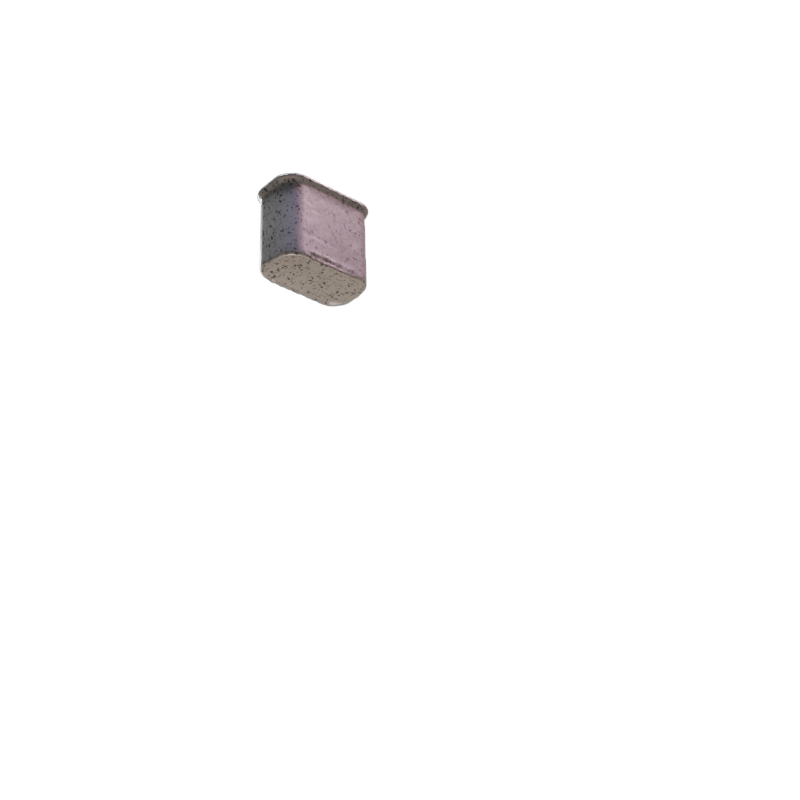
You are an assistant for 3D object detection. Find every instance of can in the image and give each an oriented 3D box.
[{"bbox_3d":[-0.076,-0.139,0.976,0.096,0.089,0.057,22,-38,-34],"label":"can"}]
